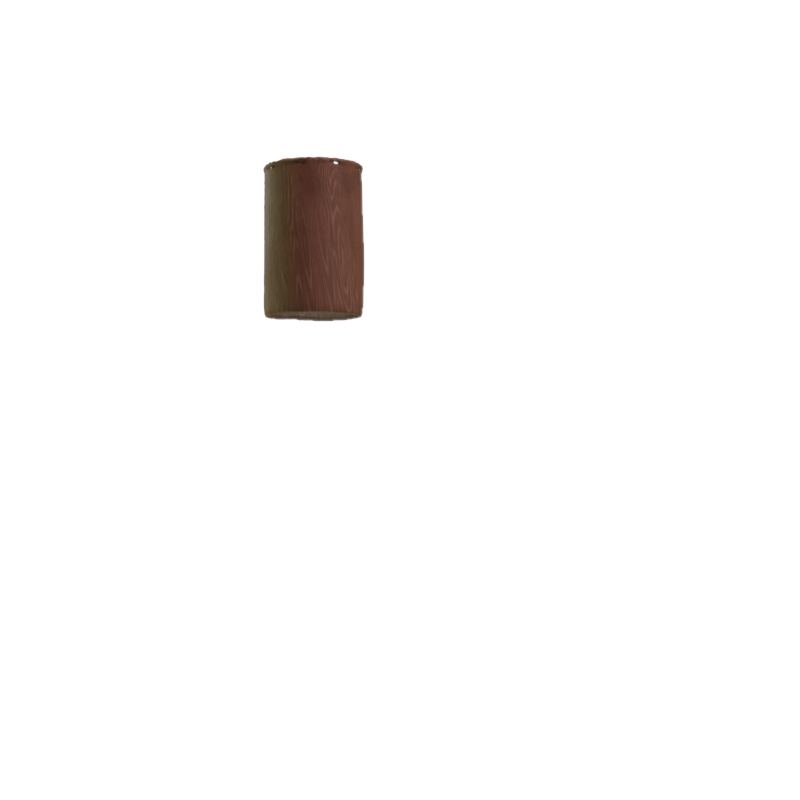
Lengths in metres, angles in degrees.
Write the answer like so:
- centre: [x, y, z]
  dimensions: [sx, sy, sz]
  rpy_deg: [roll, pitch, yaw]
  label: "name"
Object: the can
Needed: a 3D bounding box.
- centre: [-0.059, -0.107, 0.747]
  dimensions: [0.068, 0.104, 0.067]
  rpy_deg: [0, -7, -2]
  label: "can"
